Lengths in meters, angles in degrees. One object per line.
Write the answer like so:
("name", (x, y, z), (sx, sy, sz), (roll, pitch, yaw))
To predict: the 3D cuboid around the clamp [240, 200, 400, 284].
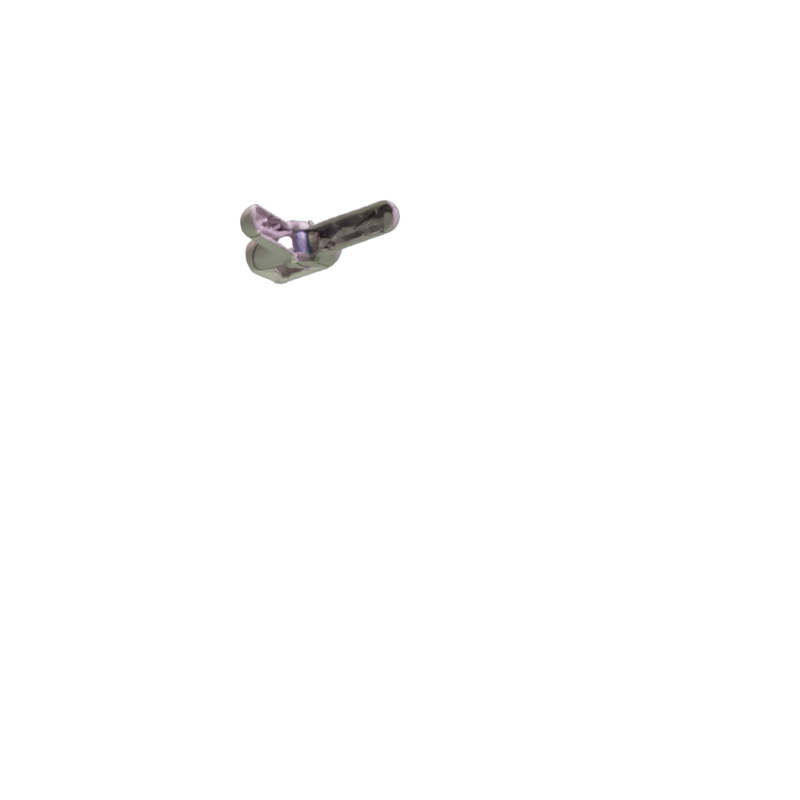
("clamp", (-0.069, -0.126, 0.884), (0.119, 0.040, 0.169), (1, -5, -8))
